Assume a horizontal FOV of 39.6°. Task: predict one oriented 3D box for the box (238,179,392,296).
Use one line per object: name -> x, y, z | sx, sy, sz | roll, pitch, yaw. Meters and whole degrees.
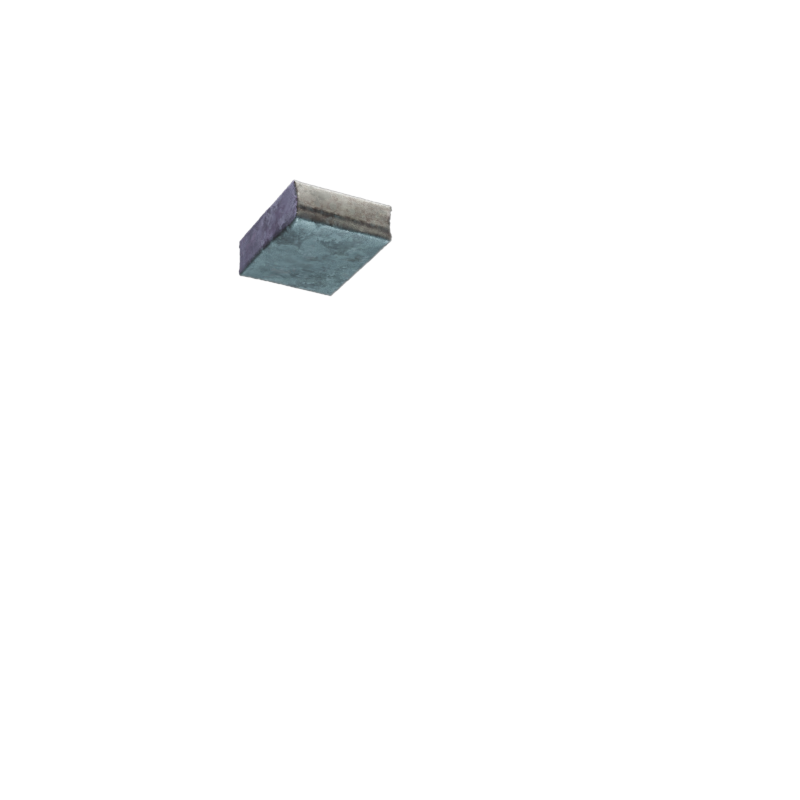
box -> -0.072, -0.131, 0.916 | 0.086, 0.041, 0.112 | 11, -25, -27
